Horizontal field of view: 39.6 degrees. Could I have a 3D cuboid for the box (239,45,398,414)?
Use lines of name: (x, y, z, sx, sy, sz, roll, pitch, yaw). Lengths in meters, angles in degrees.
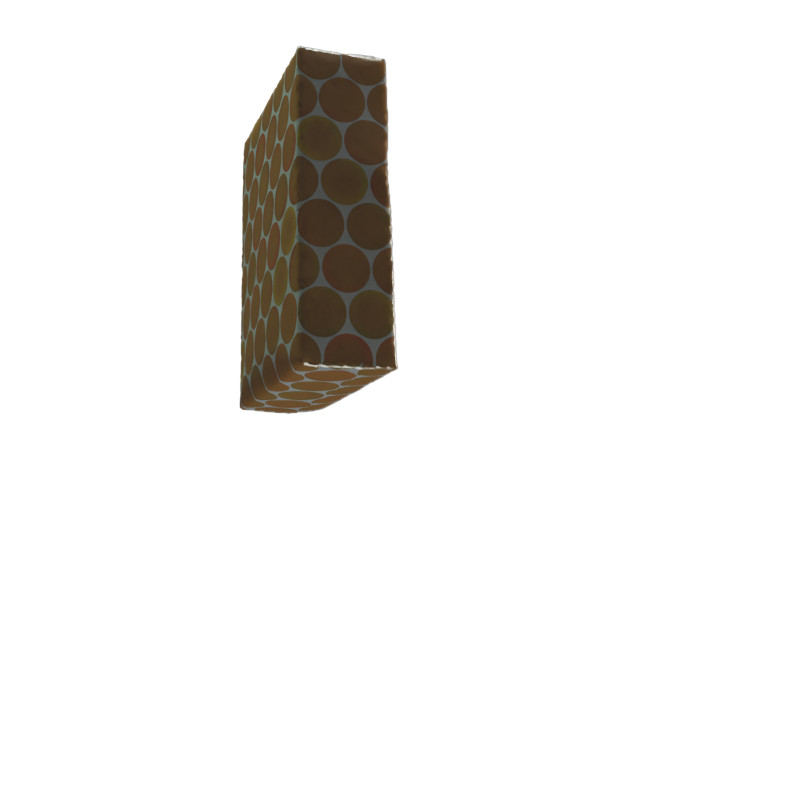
box: (-0.060, -0.109, 0.767, 0.070, 0.223, 0.162, 5, -17, -19)
